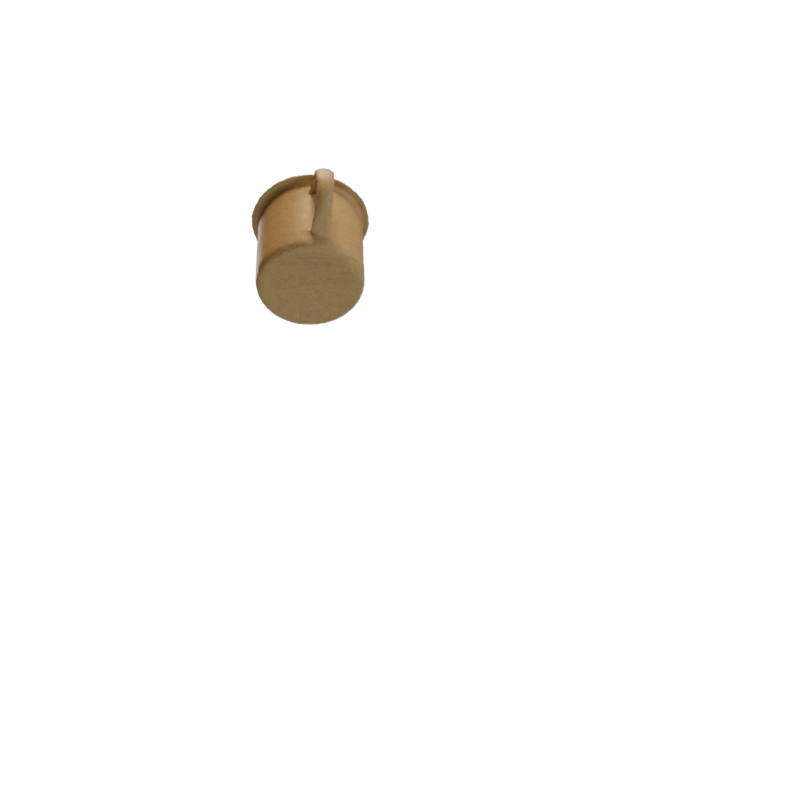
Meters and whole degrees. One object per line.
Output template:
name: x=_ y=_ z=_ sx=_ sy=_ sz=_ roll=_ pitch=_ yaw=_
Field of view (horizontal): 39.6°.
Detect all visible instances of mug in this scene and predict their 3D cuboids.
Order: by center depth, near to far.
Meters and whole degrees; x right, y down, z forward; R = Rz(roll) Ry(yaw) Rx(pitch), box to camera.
mug: x=-0.066 y=-0.120 z=0.843 sx=0.092 sy=0.111 sz=0.087 roll=10 pitch=41 yaw=-11
